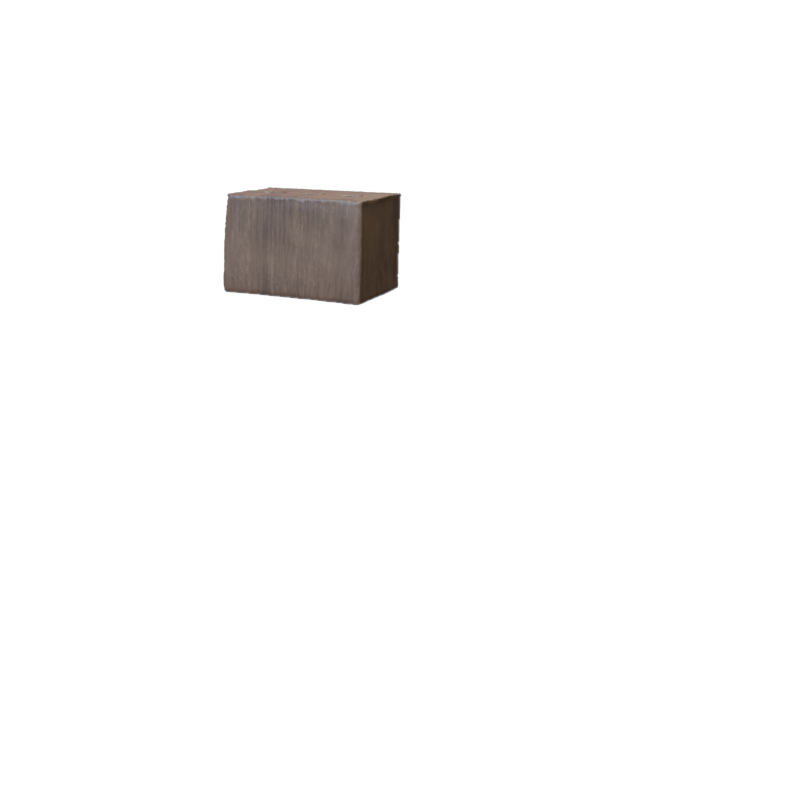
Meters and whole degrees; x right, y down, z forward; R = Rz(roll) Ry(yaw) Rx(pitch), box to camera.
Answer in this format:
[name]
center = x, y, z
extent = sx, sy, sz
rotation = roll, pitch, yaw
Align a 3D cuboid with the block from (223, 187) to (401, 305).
[block]
center = -0.045, -0.081, 0.569
extent = 0.081, 0.050, 0.052
rotation = 7, 14, 24
